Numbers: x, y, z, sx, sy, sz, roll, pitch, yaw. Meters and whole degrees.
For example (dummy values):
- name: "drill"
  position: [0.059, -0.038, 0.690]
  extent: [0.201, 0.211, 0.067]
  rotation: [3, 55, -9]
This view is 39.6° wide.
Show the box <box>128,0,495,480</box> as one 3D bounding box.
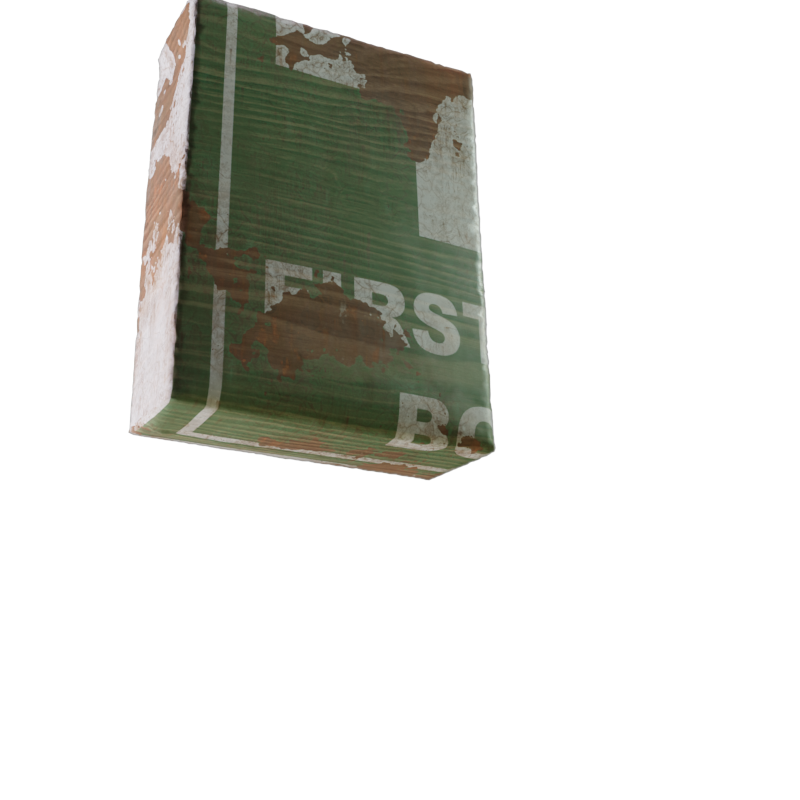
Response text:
- name: "box"
  position: [-0.043, -0.079, 0.555]
  extent: [0.158, 0.226, 0.071]
  rotation: [10, -27, -24]
